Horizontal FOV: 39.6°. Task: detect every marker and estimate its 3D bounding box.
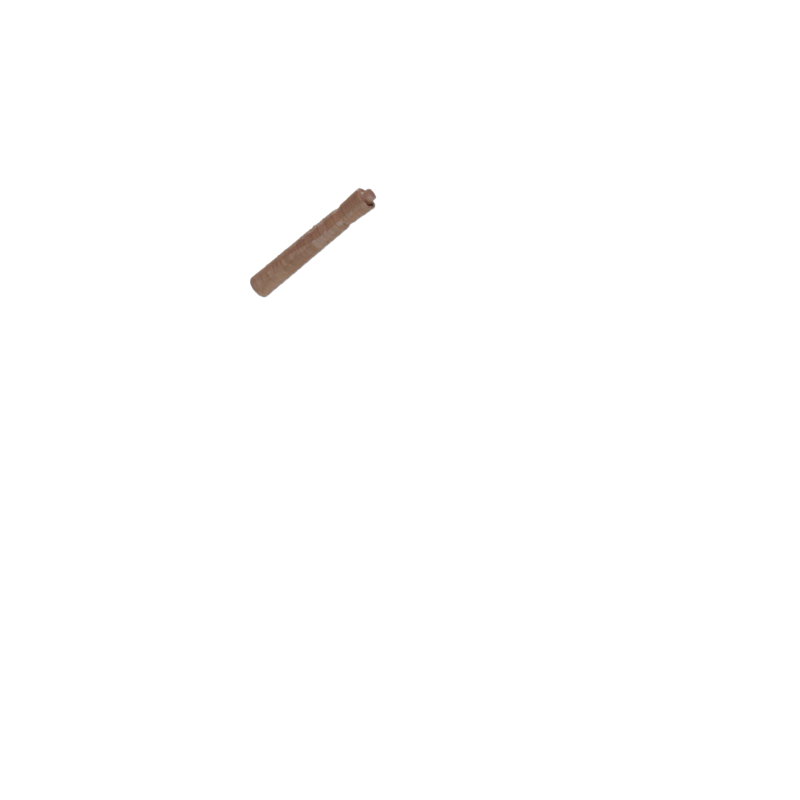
[{"bbox_3d":[-0.064,-0.117,0.823,0.120,0.021,0.019,-36,-14,25],"label":"marker"}]
